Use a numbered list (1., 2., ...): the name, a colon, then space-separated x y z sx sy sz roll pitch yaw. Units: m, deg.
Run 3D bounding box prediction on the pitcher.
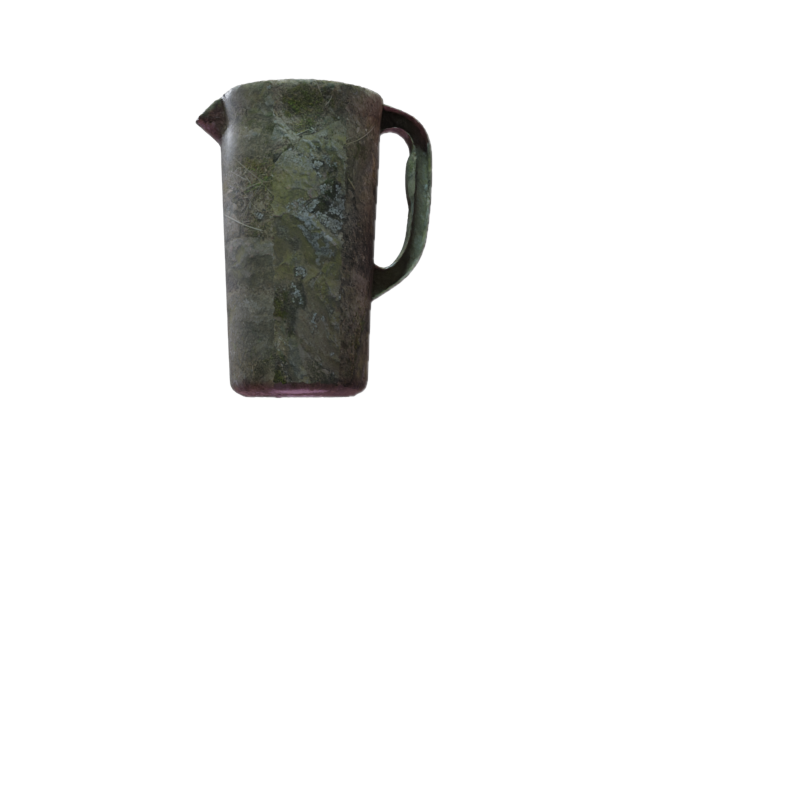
1. pitcher: -0.069 -0.125 0.878 0.154 0.247 0.138 -3 -5 36
